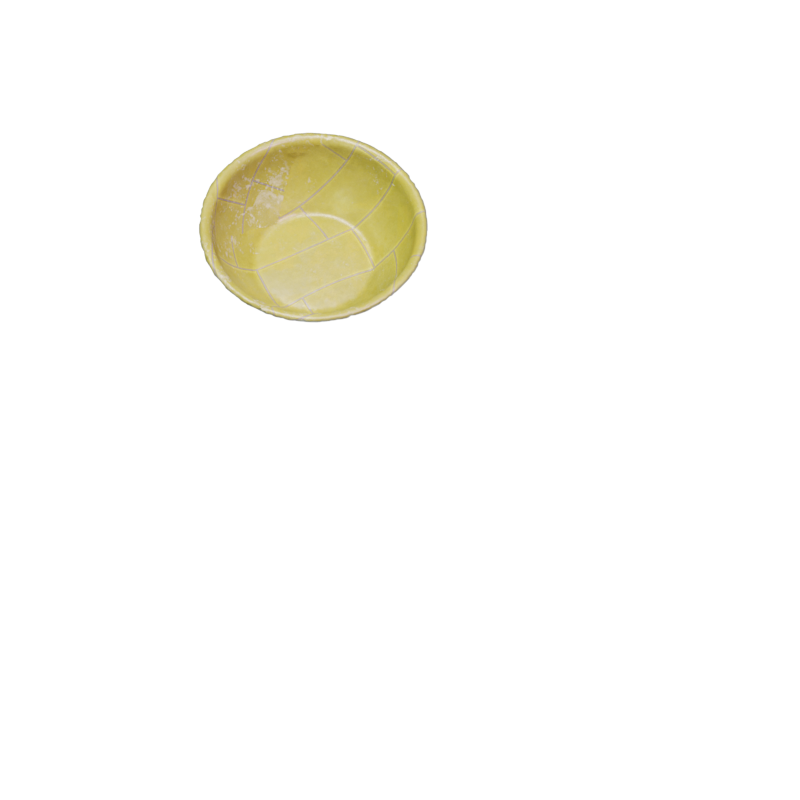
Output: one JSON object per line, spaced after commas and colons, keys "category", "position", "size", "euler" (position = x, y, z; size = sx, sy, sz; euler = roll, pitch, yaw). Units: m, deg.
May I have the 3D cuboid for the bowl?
{"category": "bowl", "position": [-0.063, -0.115, 0.803], "size": [0.162, 0.173, 0.052], "euler": [-1, -31, -1]}
